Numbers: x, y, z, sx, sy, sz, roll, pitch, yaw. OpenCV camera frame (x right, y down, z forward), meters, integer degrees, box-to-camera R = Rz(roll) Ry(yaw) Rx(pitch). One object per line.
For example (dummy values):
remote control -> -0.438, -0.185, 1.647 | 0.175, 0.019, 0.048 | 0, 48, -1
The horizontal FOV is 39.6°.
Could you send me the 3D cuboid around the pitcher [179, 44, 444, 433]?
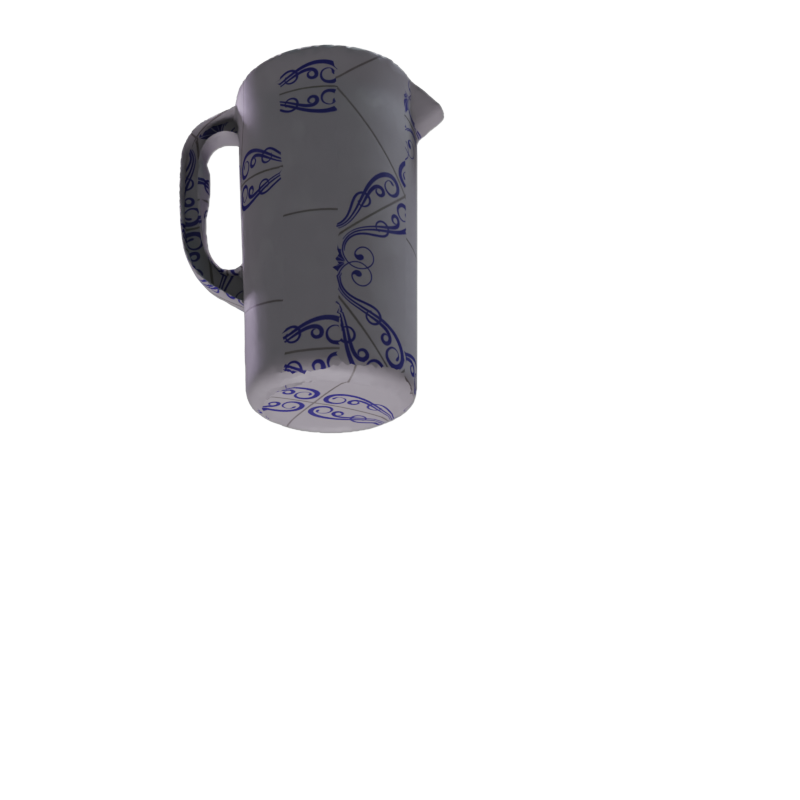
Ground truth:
pitcher -> -0.059, -0.107, 0.752 | 0.137, 0.258, 0.149 | 19, -34, -35
